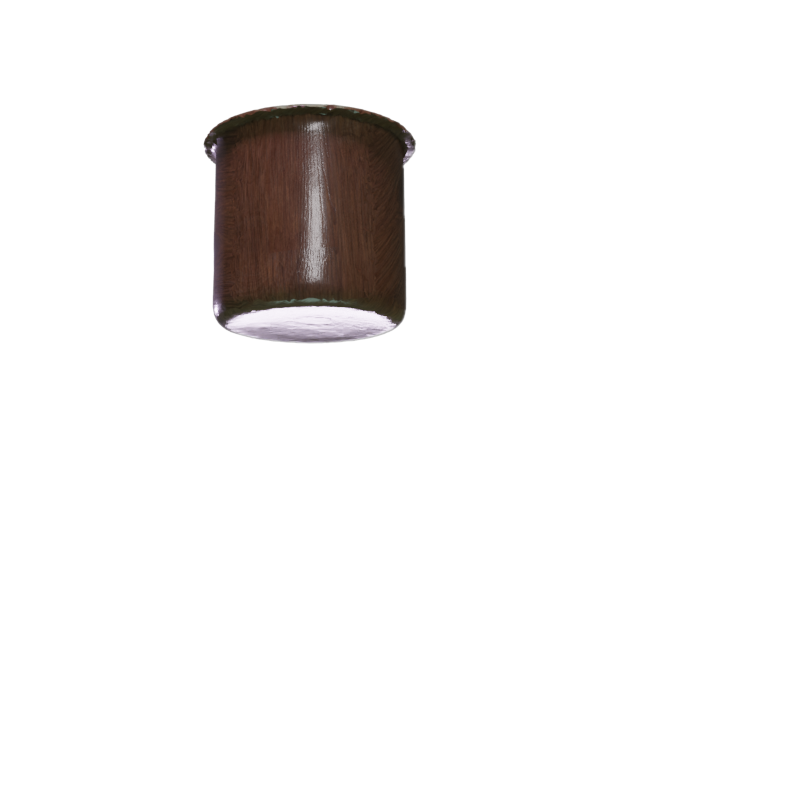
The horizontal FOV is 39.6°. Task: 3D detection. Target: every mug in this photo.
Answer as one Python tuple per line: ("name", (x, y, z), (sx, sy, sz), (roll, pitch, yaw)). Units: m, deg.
("mug", (-0.038, -0.070, 0.488), (0.094, 0.084, 0.112), (-2, -12, 4))
